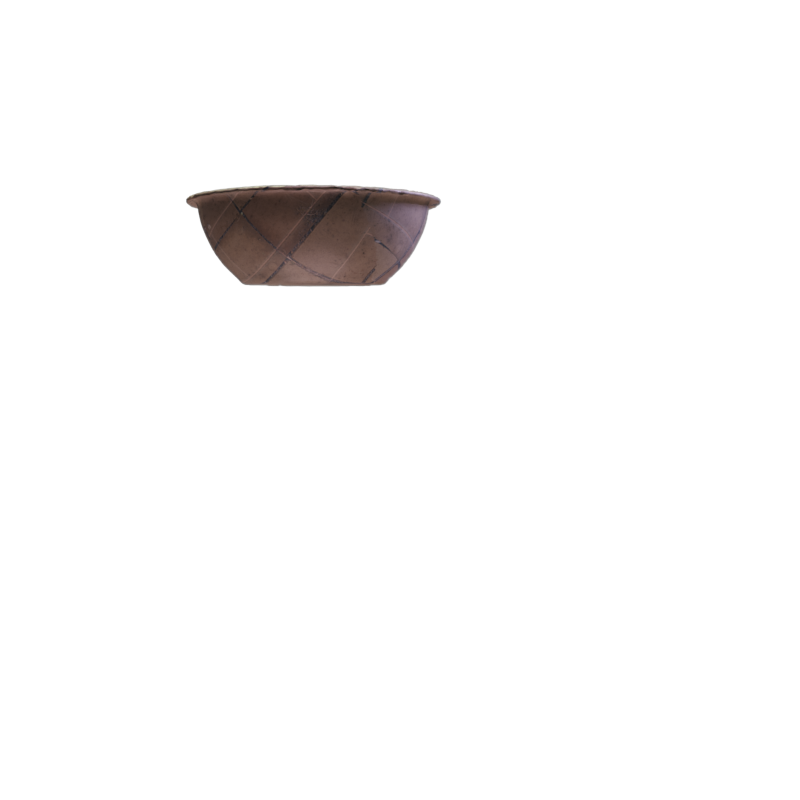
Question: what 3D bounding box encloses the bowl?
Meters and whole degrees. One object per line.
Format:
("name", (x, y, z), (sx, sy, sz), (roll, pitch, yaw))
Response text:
("bowl", (-0.055, -0.101, 0.705), (0.162, 0.055, 0.162), (0, 4, -2))
